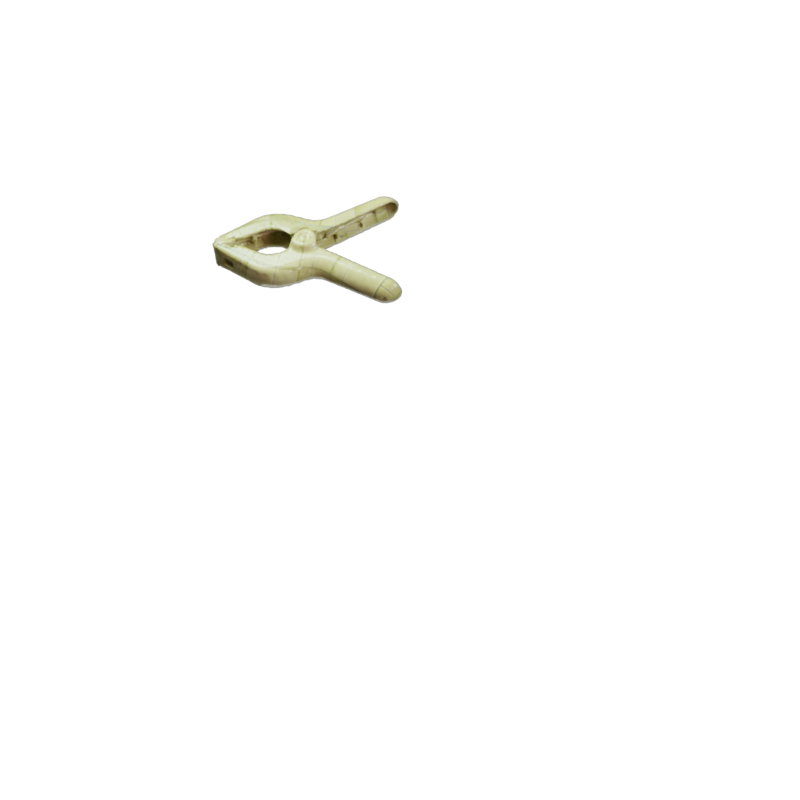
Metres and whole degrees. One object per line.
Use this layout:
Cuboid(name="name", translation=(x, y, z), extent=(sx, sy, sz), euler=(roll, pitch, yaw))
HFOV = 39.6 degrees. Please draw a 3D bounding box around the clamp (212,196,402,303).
Cuboid(name="clamp", translation=(-0.077, -0.141, 0.989), extent=(0.173, 0.036, 0.127), euler=(7, 44, 7))
